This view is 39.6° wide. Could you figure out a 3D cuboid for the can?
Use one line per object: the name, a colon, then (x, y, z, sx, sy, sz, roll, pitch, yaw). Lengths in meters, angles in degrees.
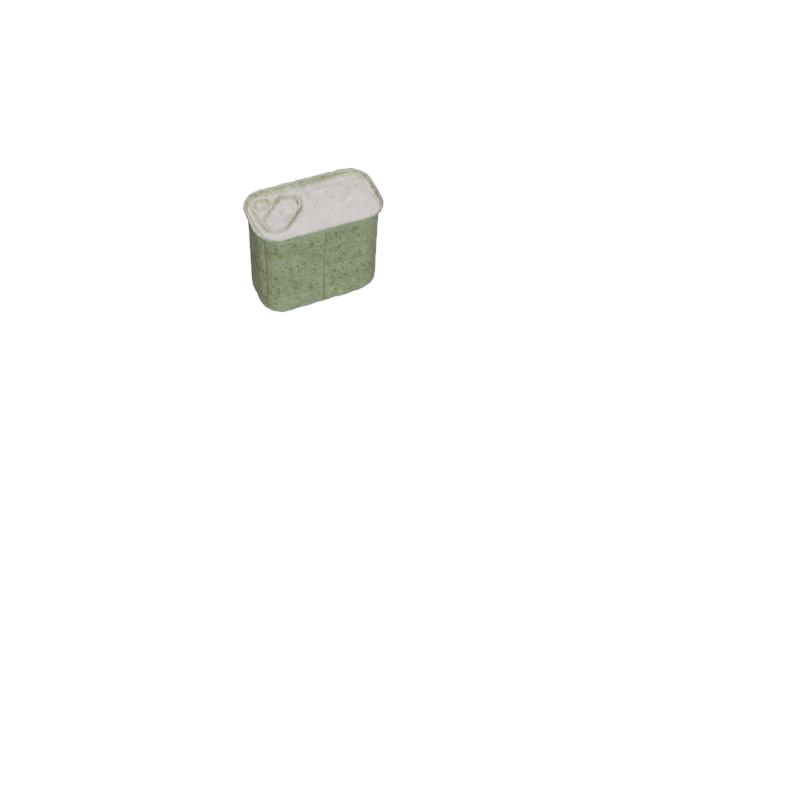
can: (-0.067, -0.122, 0.853, 0.101, 0.062, 0.078, -17, -37, -15)
